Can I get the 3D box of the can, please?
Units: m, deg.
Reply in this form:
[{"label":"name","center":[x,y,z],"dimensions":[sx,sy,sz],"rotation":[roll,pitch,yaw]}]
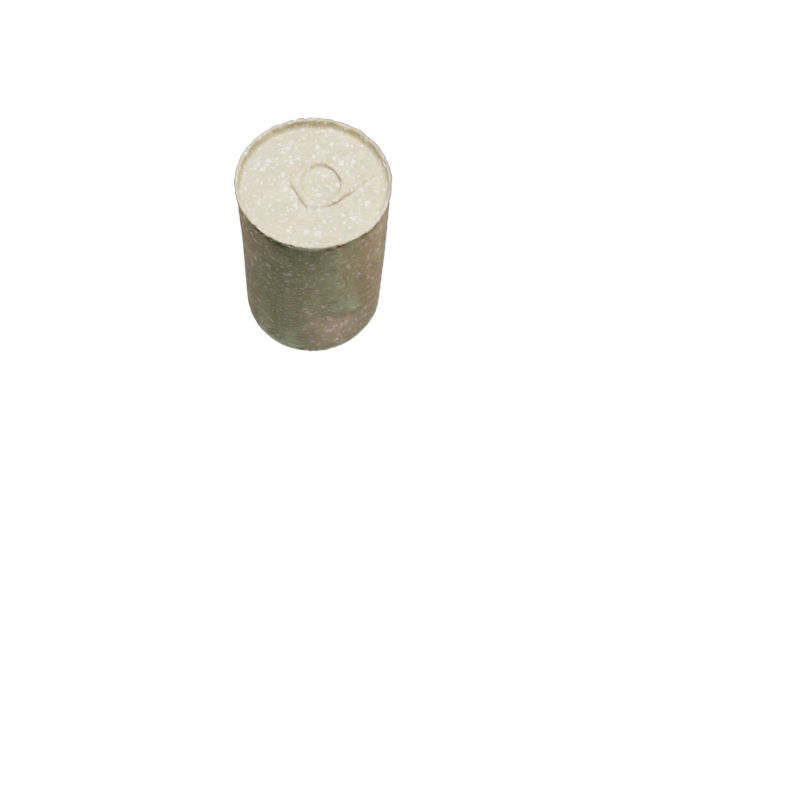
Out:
[{"label":"can","center":[-0.041,-0.074,0.518],"dimensions":[0.068,0.073,0.096],"rotation":[0,-27,-3]}]
